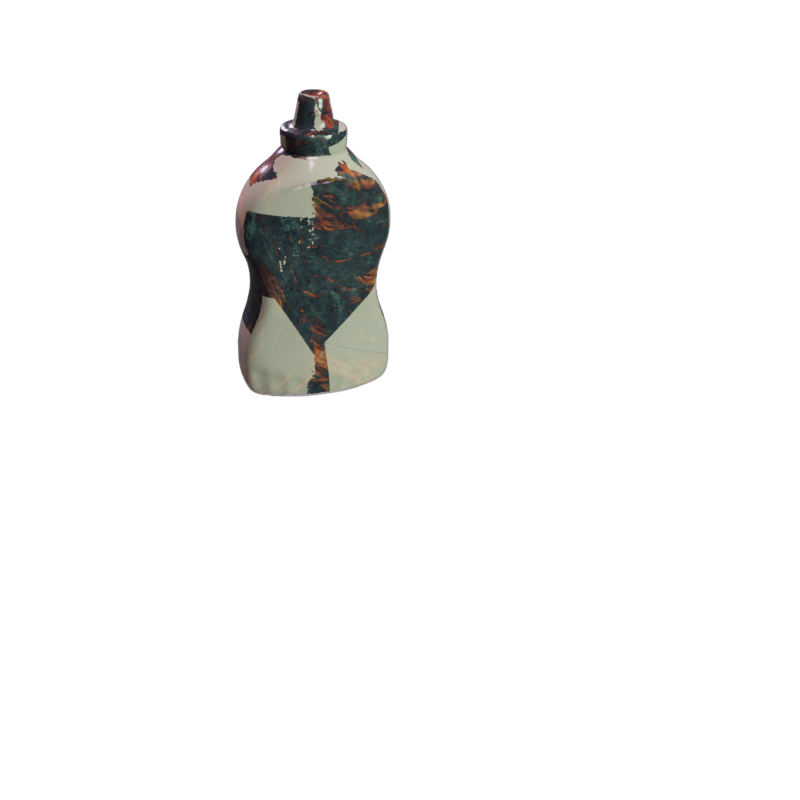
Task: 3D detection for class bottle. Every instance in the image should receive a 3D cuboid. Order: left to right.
[{"bbox_3d":[-0.054,-0.099,0.692,0.095,0.182,0.062,-5,24,-14],"label":"bottle"}]
